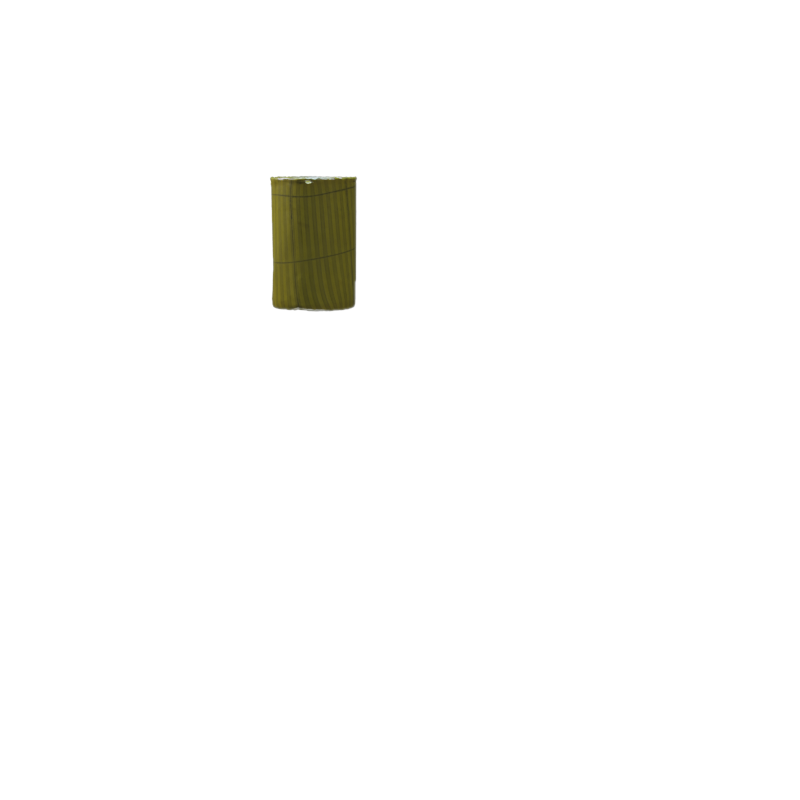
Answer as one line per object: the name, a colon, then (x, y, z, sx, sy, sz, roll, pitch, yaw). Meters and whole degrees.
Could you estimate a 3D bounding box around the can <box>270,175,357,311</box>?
can: (-0.068, -0.124, 0.868, 0.068, 0.101, 0.070, 0, 6, -2)
